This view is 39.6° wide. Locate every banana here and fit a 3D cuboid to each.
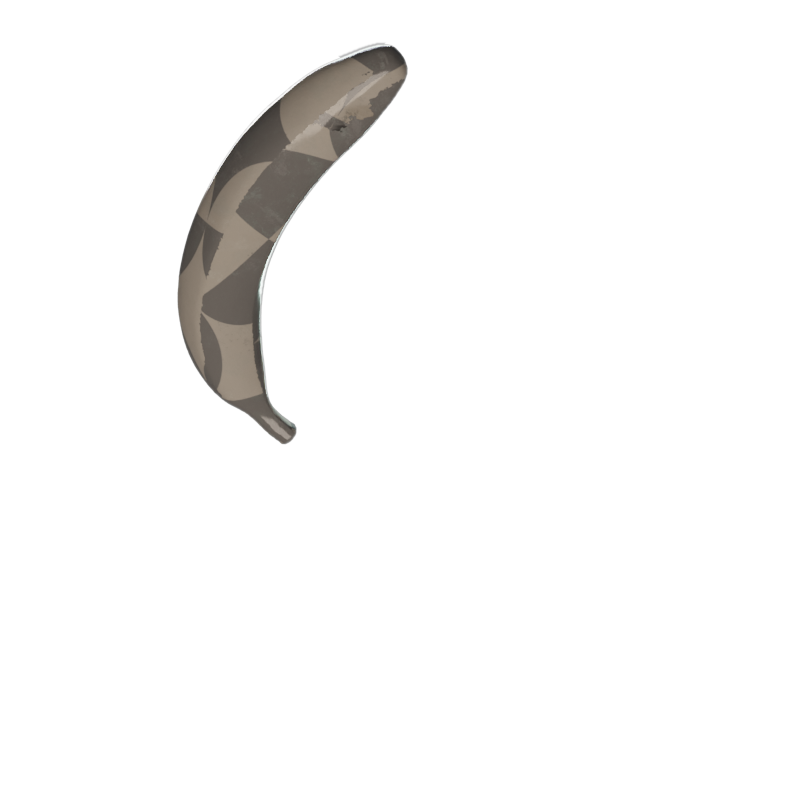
[{"bbox_3d":[-0.056,-0.068,0.475,0.068,0.188,0.039,13,33,-10],"label":"banana"}]
